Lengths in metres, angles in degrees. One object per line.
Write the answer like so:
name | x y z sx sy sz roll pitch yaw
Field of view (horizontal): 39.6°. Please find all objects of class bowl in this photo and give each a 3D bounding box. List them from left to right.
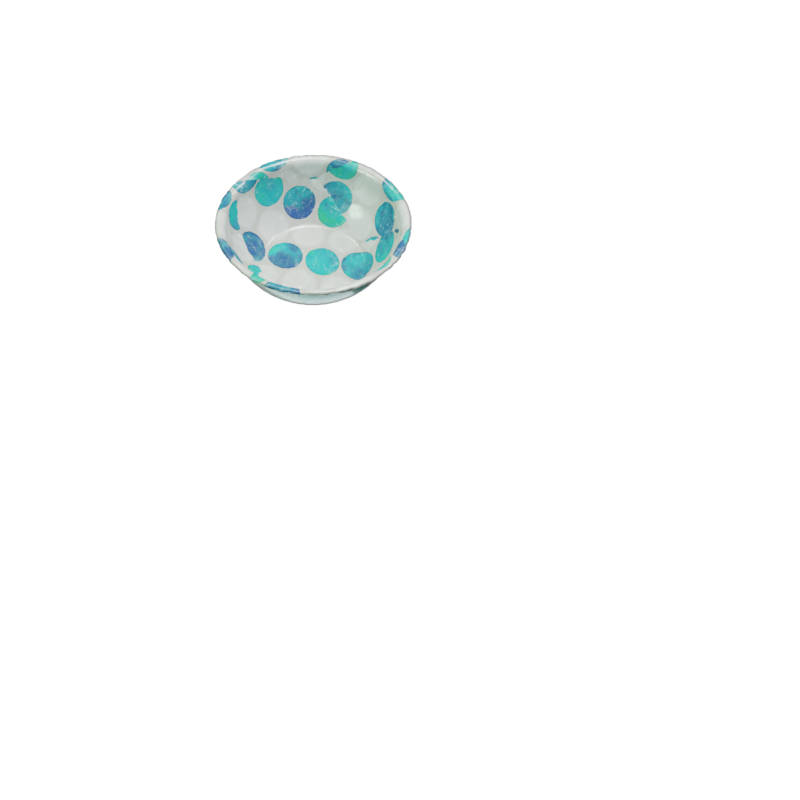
bowl | -0.073 -0.133 0.930 0.162 0.174 0.051 -1 -40 -1
